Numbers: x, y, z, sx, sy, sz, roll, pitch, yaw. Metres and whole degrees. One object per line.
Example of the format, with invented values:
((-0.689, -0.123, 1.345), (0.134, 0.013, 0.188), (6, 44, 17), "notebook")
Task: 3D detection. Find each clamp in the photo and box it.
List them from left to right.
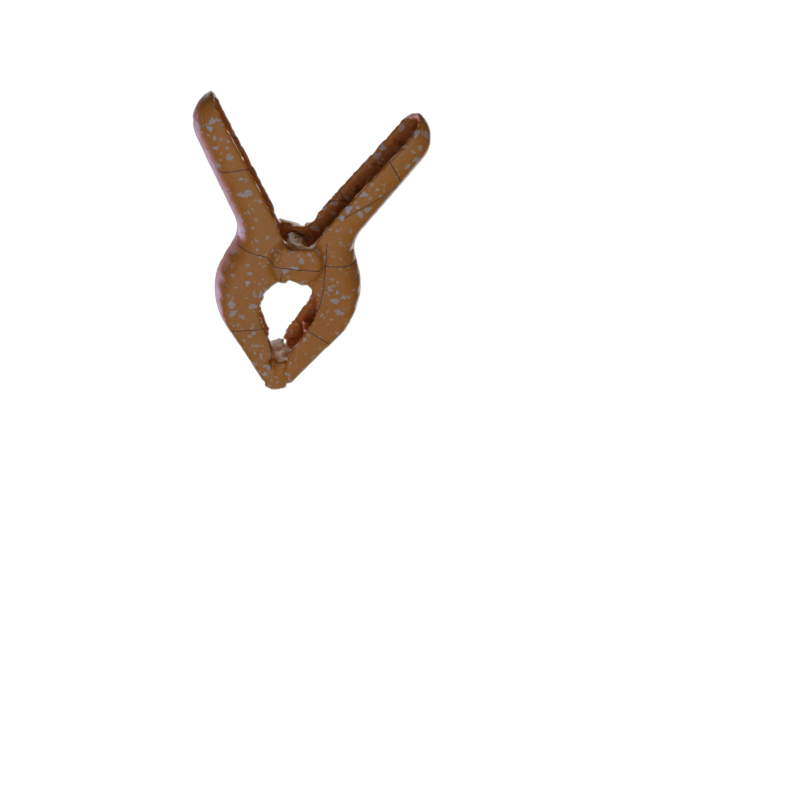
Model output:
((-0.046, -0.084, 0.590), (0.120, 0.161, 0.042), (1, 33, -1), "clamp")
